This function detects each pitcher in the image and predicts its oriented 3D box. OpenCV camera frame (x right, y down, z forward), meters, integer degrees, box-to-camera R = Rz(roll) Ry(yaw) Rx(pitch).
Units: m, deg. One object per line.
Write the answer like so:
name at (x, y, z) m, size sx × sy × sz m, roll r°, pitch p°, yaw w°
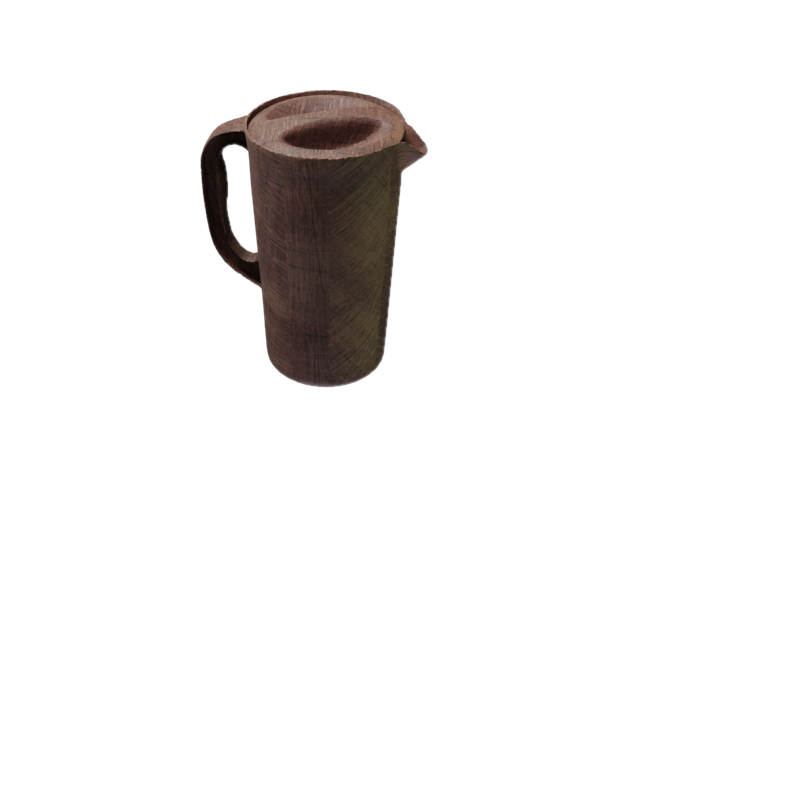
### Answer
pitcher at (-0.075, -0.137, 0.958) m, size 0.144 × 0.228 × 0.160 m, roll -22°, pitch 41°, yaw -32°
